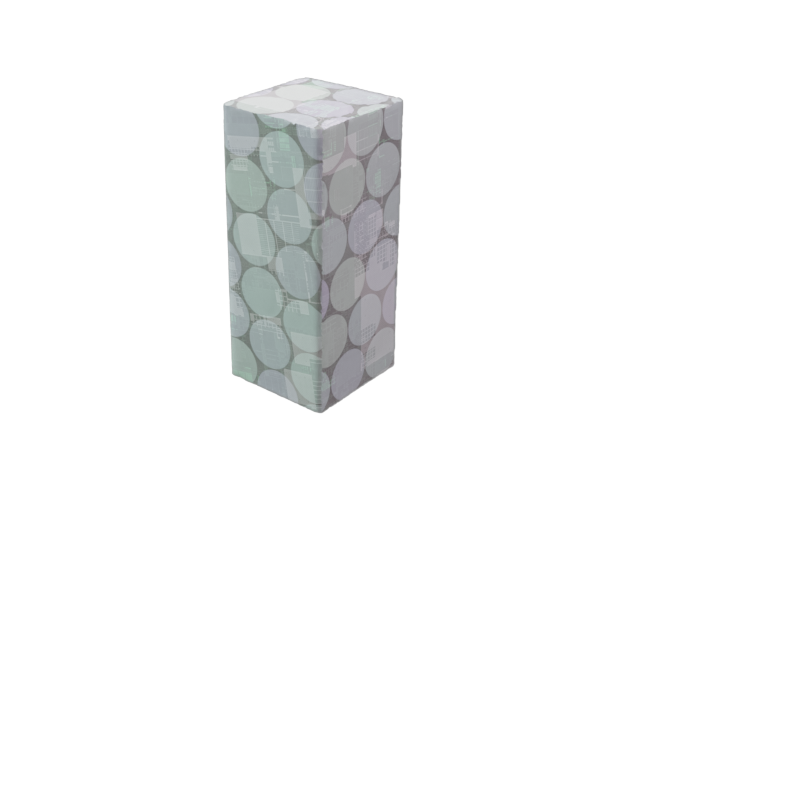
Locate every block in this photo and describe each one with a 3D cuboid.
[{"bbox_3d":[-0.061,-0.112,0.781,0.095,0.195,0.091,20,32,32],"label":"block"}]
